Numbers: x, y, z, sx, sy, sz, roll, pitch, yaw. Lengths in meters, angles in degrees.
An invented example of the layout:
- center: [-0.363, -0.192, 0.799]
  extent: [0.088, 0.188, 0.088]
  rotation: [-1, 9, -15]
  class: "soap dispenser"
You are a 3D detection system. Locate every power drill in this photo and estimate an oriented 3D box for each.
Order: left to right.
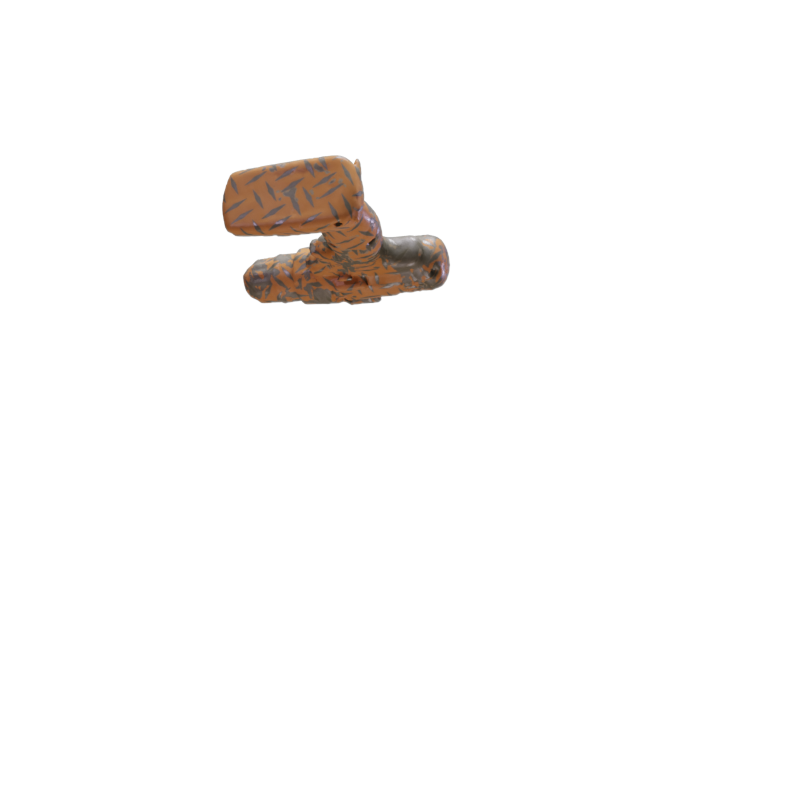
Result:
- center: [-0.070, -0.127, 0.892]
  extent: [0.188, 0.060, 0.176]
  rotation: [-6, -16, 19]
  class: "power drill"
